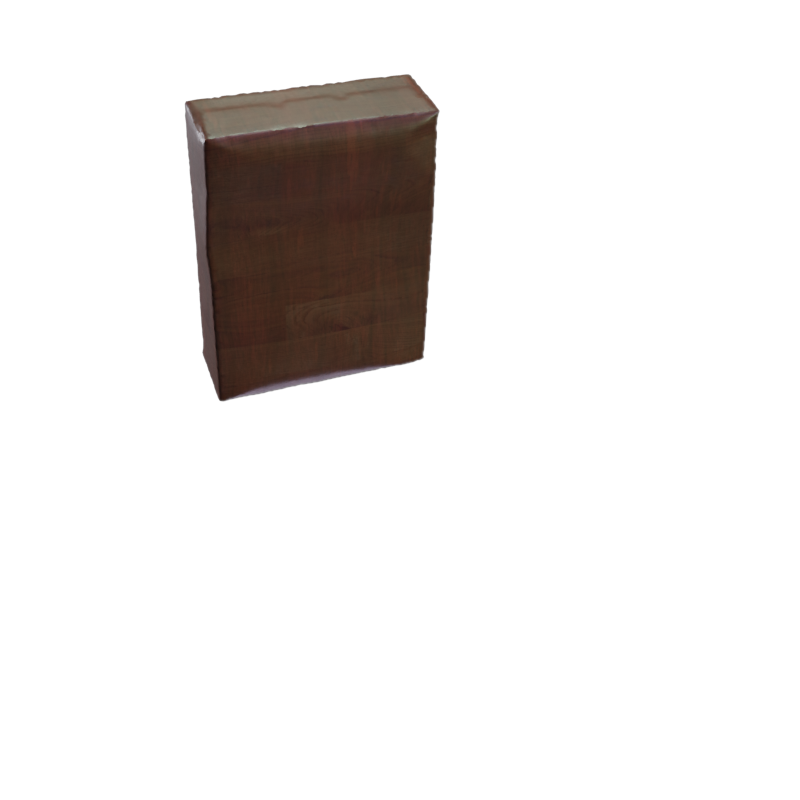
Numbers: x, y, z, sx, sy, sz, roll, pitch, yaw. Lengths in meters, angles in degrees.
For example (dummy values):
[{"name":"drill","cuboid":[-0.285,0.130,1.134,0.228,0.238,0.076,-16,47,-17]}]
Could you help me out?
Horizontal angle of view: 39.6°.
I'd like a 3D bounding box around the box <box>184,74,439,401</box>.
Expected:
[{"name":"box","cuboid":[-0.062,-0.113,0.791,0.162,0.200,0.078,-10,37,-16]}]
